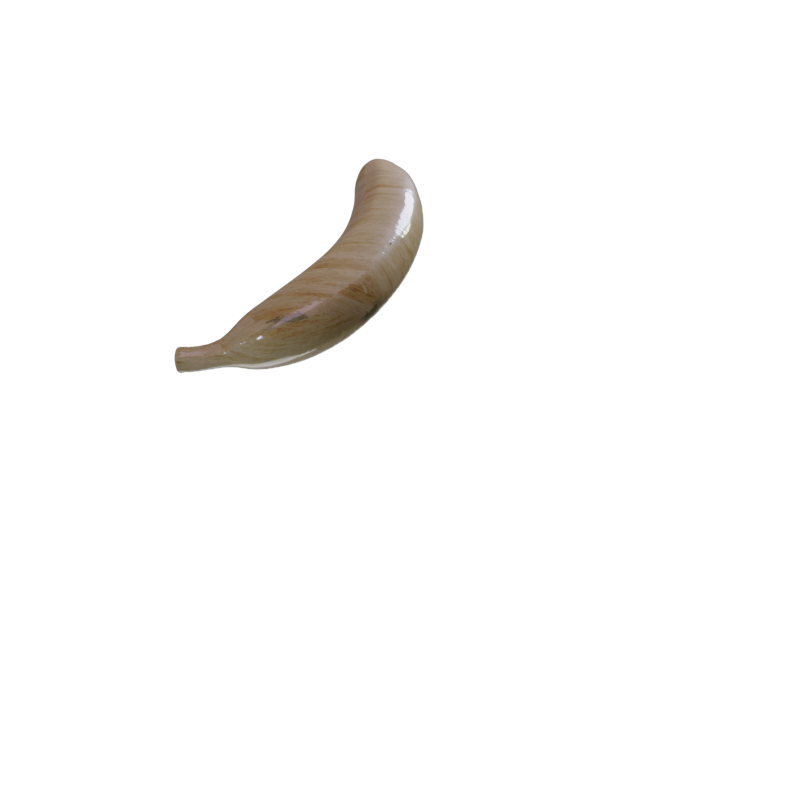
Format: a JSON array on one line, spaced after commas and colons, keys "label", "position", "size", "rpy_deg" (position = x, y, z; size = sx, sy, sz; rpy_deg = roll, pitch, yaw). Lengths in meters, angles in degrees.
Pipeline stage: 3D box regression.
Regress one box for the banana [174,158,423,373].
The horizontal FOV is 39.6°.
[{"label": "banana", "position": [-0.028, -0.070, 0.538], "size": [0.072, 0.034, 0.203], "rpy_deg": [16, 40, 20]}]
